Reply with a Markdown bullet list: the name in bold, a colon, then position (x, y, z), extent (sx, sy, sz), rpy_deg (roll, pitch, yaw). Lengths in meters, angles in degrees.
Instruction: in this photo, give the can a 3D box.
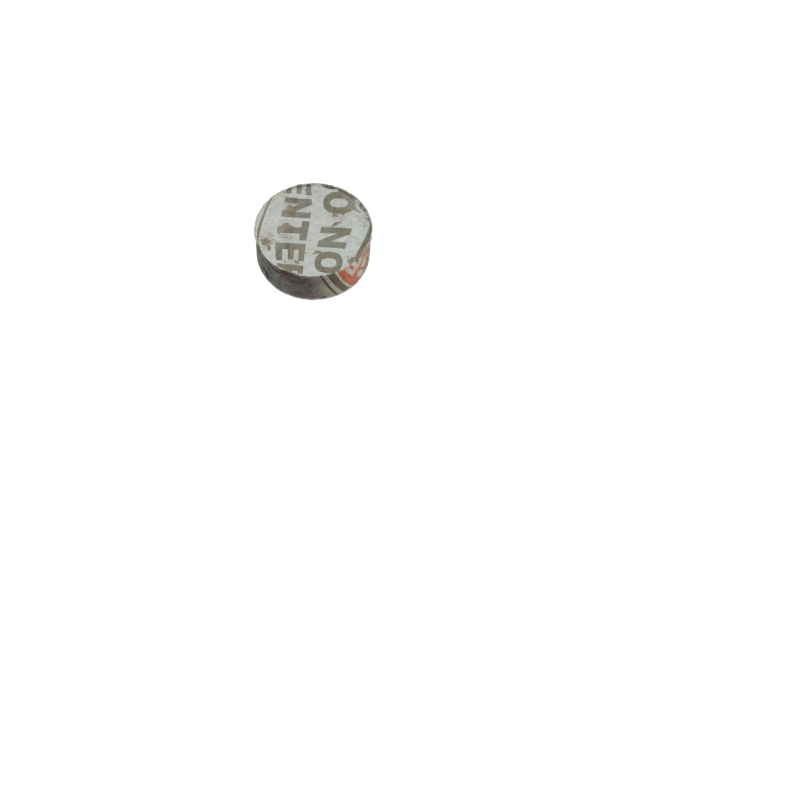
- **can**: position (-0.064, -0.116, 0.815), extent (0.086, 0.092, 0.031), rpy_deg (-1, -34, -1)
